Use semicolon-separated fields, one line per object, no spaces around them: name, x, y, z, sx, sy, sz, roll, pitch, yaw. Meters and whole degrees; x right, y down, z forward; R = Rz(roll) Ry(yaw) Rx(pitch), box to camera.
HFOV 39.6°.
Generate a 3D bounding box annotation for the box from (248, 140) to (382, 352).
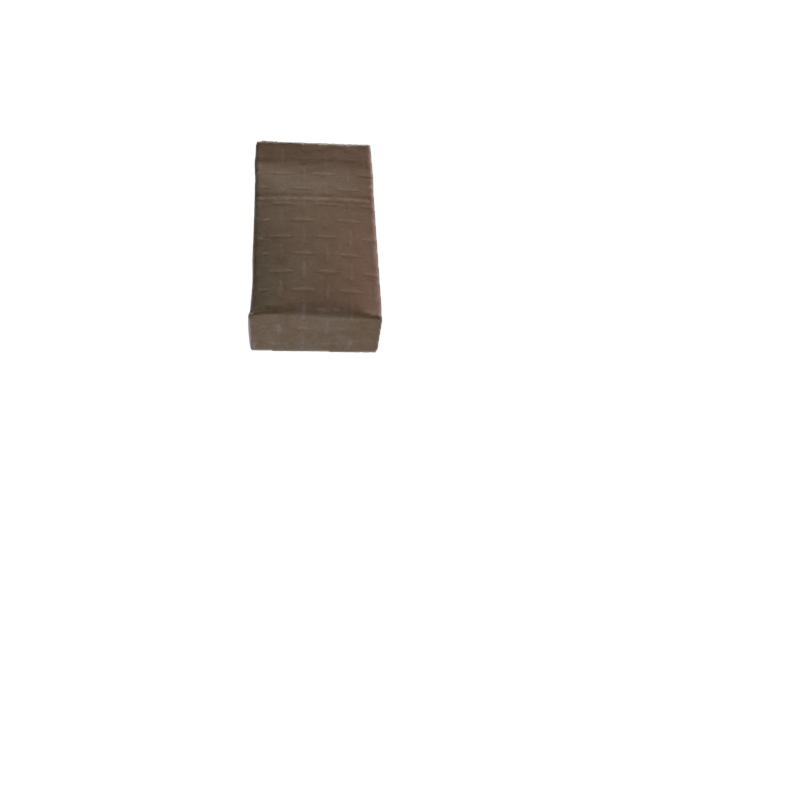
box;-0.065;-0.118;0.827;0.093;0.189;0.045;1;-41;-4
